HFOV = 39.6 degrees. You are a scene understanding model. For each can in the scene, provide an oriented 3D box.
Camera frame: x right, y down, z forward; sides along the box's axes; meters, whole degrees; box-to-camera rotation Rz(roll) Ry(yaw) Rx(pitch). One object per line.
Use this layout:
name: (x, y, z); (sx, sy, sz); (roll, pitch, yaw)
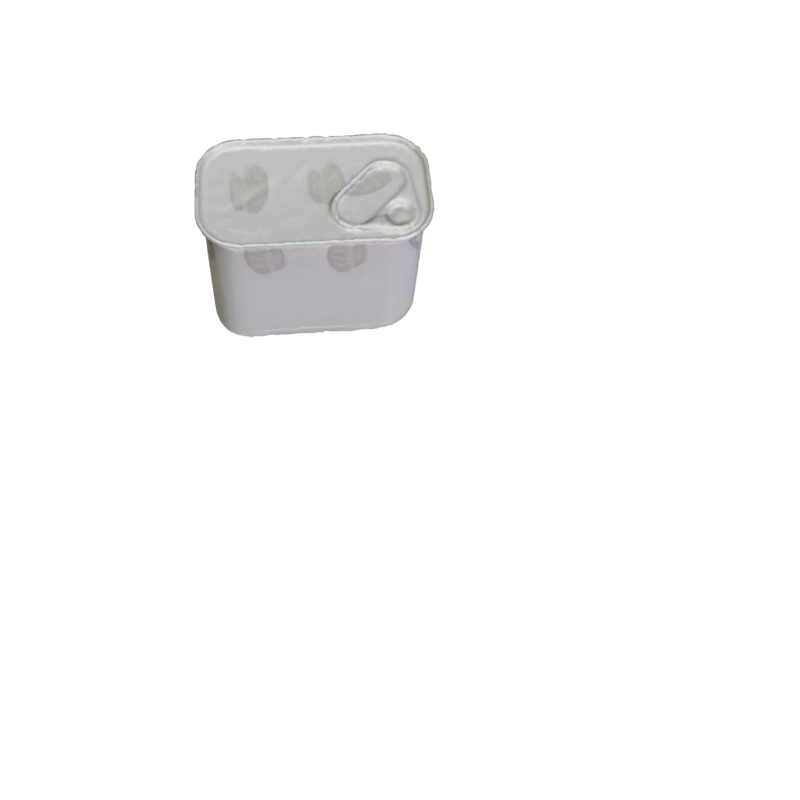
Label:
can: (-0.040, -0.073, 0.508); (0.101, 0.061, 0.079); (-3, -29, -3)
